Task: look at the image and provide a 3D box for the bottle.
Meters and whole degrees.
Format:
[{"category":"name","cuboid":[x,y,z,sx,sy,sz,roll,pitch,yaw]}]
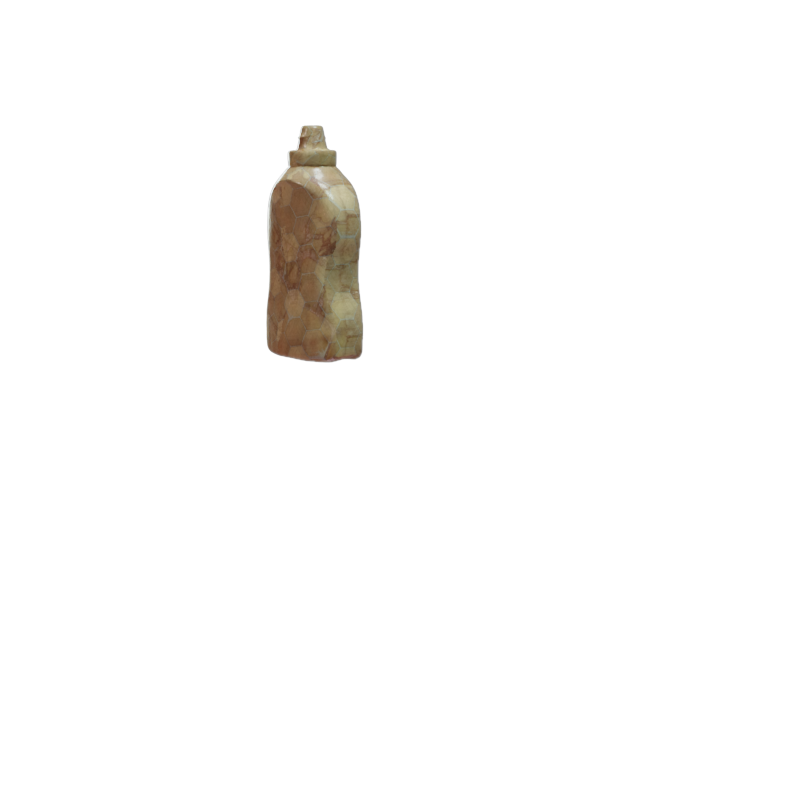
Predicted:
[{"category":"bottle","cuboid":[-0.072,-0.132,0.921,0.056,0.190,0.100,-3,5,-38]}]
